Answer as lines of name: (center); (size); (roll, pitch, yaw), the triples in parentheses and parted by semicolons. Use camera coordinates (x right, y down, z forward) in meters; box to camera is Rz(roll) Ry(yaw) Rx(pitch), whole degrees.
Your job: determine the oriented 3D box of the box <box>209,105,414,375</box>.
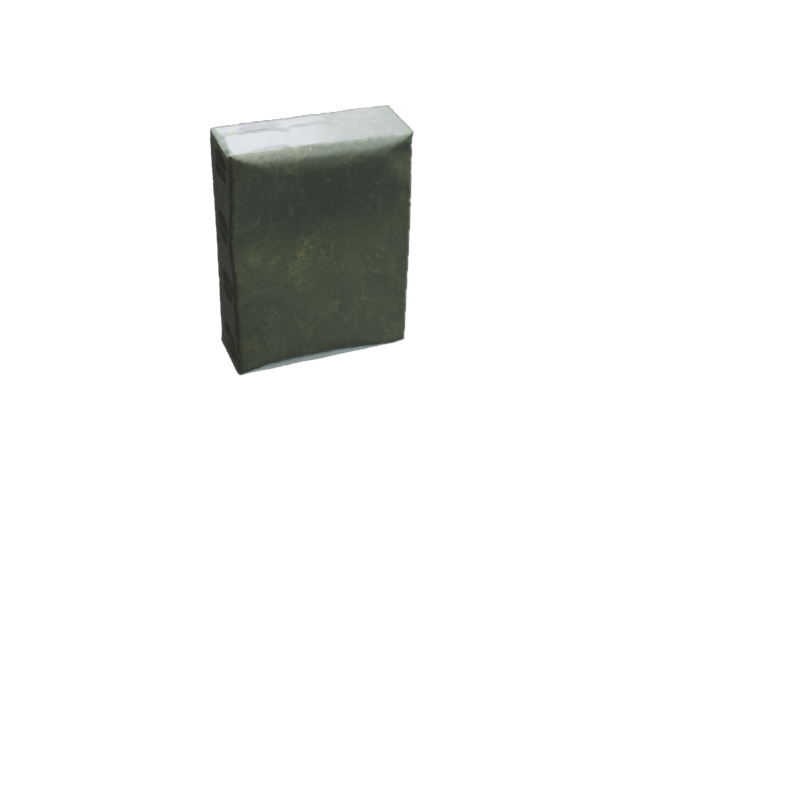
box: (-0.076, -0.139, 0.971); (0.162, 0.201, 0.077); (-10, 33, -18)
